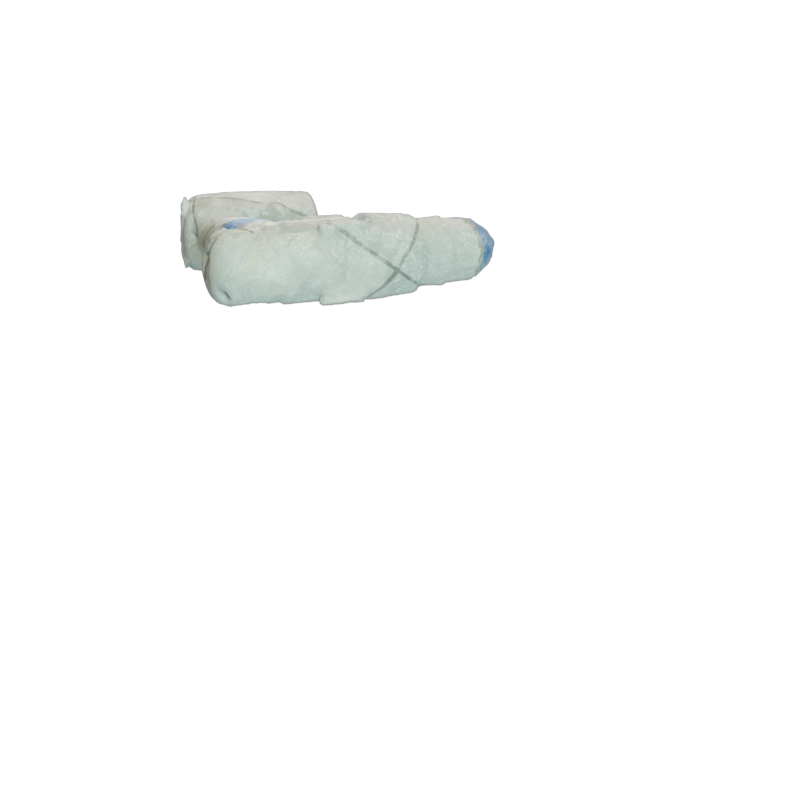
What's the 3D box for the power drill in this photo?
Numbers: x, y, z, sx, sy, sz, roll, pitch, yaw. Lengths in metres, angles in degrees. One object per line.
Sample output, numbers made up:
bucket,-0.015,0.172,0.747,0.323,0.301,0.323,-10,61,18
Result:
power drill,-0.057,-0.104,0.728,0.180,0.056,0.197,-6,15,-23
